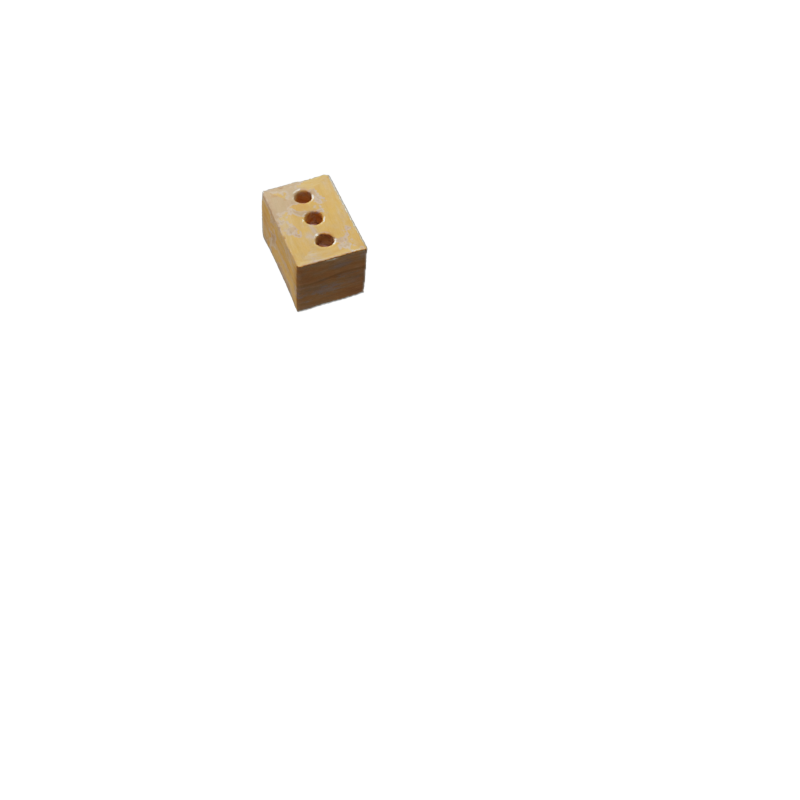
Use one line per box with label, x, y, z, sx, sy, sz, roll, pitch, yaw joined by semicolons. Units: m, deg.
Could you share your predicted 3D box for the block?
block;-0.061;-0.112;0.783;0.052;0.084;0.048;-17;-36;-15
